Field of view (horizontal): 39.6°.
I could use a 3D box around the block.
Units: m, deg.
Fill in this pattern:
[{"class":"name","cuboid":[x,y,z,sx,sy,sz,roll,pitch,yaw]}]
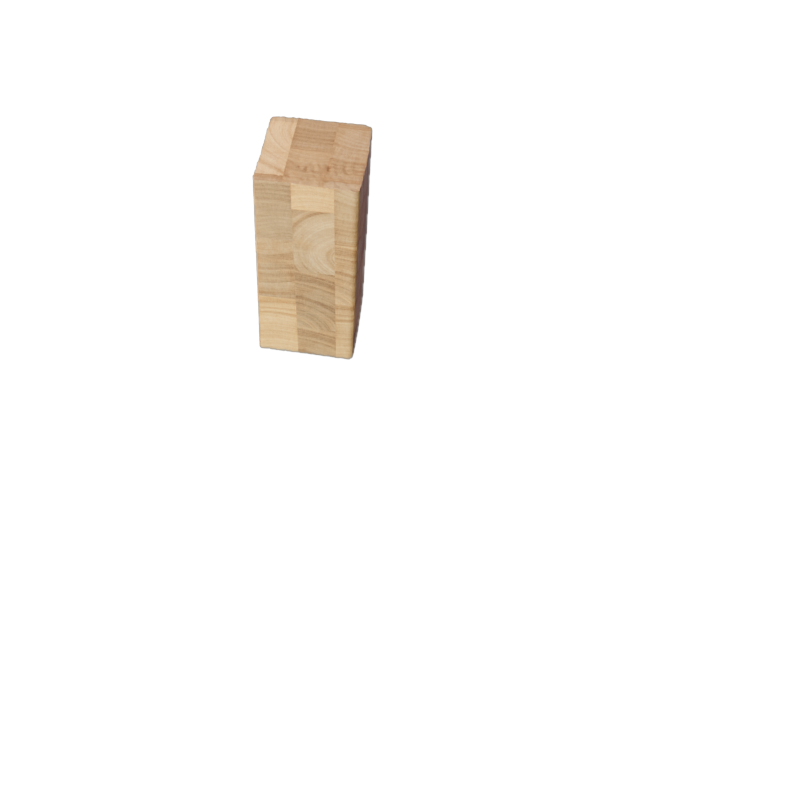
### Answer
[{"class":"block","cuboid":[-0.077,-0.142,0.992,0.091,0.096,0.192,7,-42,3]}]
